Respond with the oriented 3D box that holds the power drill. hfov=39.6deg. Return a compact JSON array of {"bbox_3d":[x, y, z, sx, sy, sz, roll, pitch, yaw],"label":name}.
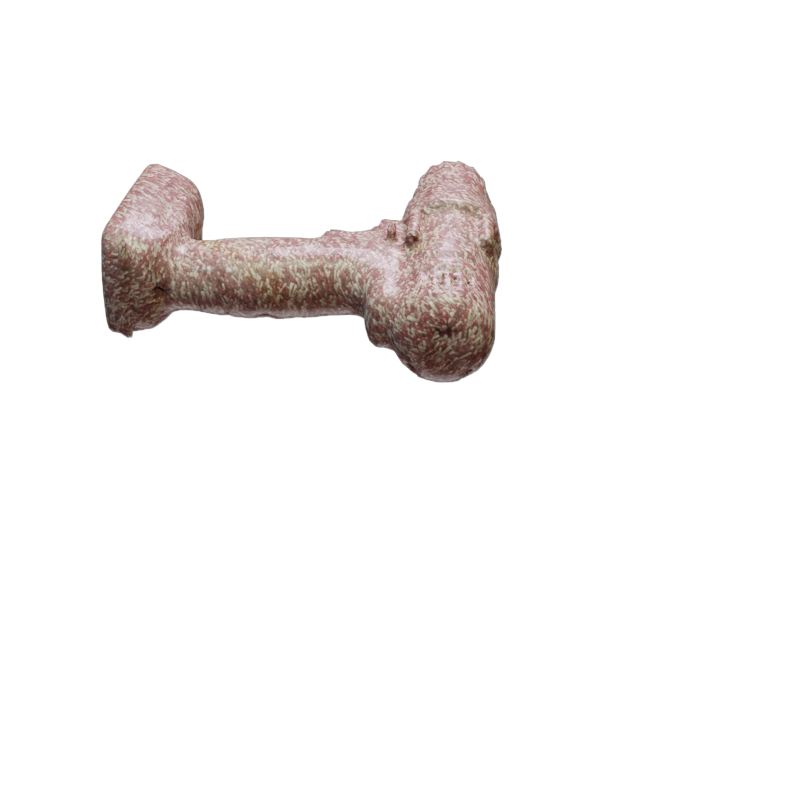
[{"bbox_3d":[-0.044,-0.079,0.556,0.189,0.054,0.194,3,30,5],"label":"power drill"}]
